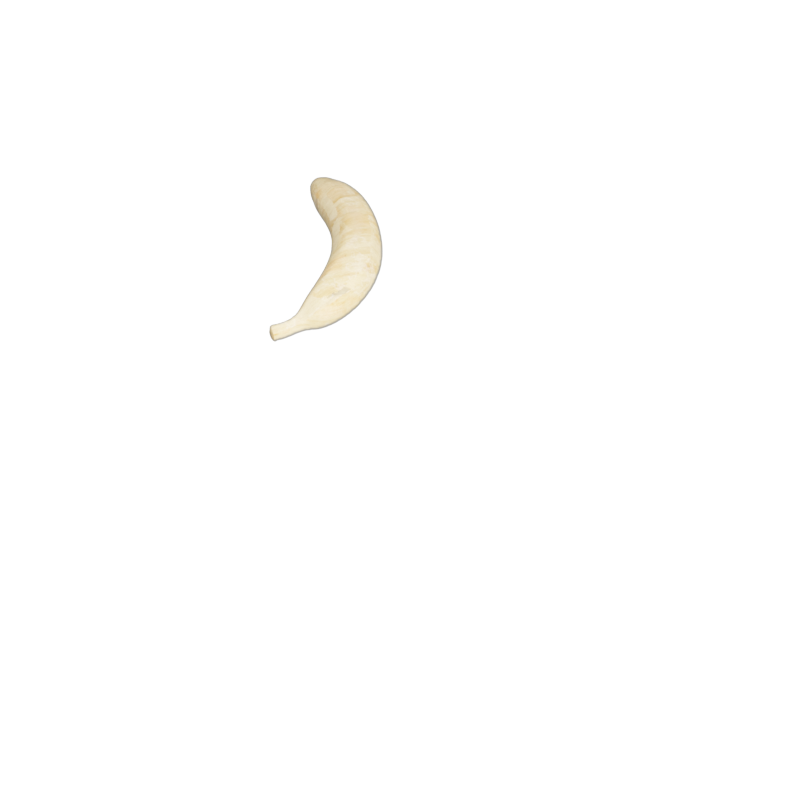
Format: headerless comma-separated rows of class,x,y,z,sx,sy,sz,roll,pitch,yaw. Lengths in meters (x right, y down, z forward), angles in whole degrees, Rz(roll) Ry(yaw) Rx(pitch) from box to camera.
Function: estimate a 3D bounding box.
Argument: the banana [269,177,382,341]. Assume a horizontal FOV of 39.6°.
banana,-0.047,-0.114,0.823,0.070,0.034,0.210,4,39,4
